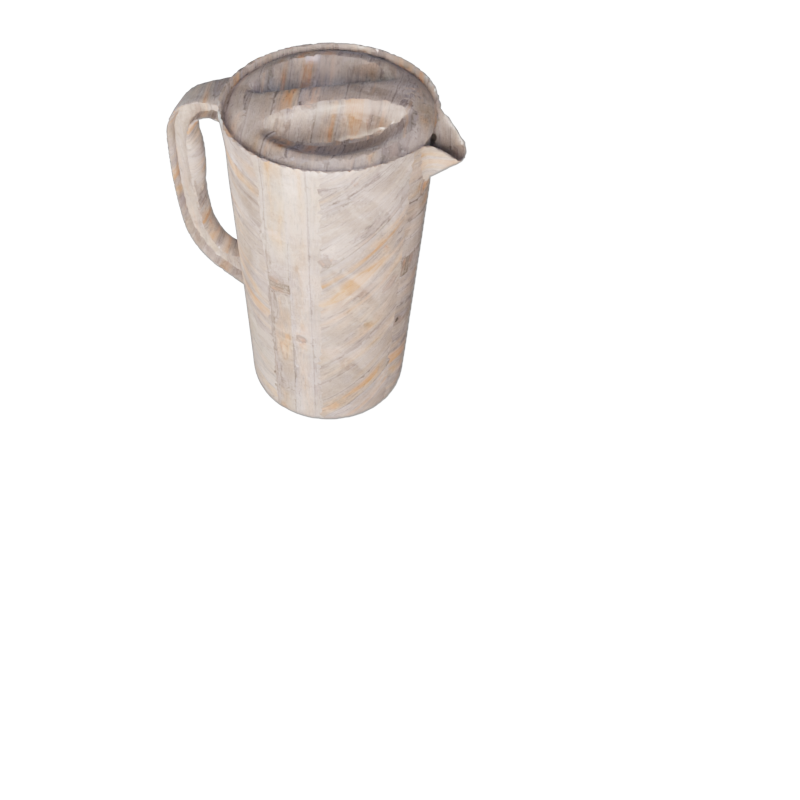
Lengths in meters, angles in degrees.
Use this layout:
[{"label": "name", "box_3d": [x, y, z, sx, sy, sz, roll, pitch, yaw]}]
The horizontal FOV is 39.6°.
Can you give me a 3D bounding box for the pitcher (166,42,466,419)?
[{"label": "pitcher", "box_3d": [-0.057, -0.105, 0.733, 0.144, 0.226, 0.161, -21, 51, -22]}]
